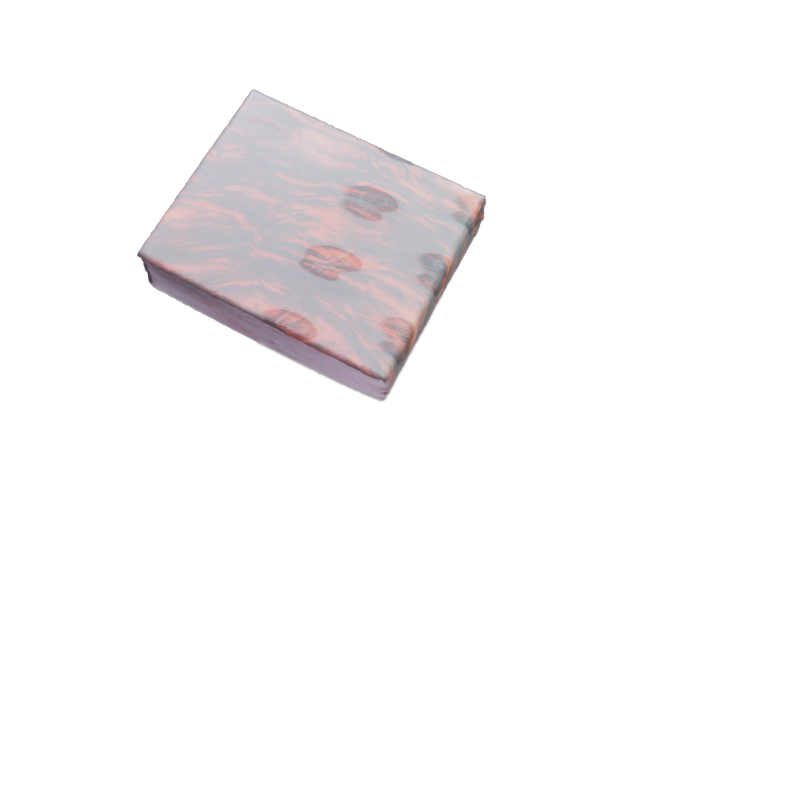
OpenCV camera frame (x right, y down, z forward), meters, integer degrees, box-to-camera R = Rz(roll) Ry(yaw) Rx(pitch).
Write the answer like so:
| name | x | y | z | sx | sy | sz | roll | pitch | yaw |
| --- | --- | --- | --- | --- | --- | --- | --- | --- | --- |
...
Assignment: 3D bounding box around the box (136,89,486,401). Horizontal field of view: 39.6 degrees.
| name | x | y | z | sx | sy | sz | roll | pitch | yaw |
| --- | --- | --- | --- | --- | --- | --- | --- | --- | --- |
| box | -0.035 | -0.064 | 0.452 | 0.116 | 0.092 | 0.037 | 27 | -21 | 11 |
